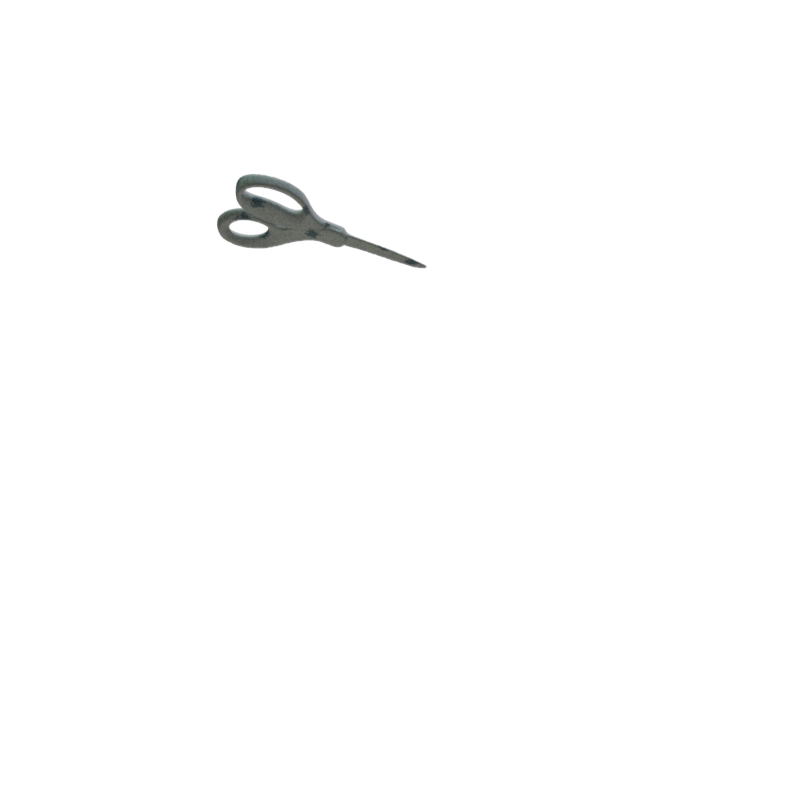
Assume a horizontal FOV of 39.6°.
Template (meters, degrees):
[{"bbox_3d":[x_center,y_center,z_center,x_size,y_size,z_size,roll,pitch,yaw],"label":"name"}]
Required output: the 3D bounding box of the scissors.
[{"bbox_3d":[-0.077,-0.140,0.984,0.096,0.017,0.189,-27,-40,36],"label":"scissors"}]
